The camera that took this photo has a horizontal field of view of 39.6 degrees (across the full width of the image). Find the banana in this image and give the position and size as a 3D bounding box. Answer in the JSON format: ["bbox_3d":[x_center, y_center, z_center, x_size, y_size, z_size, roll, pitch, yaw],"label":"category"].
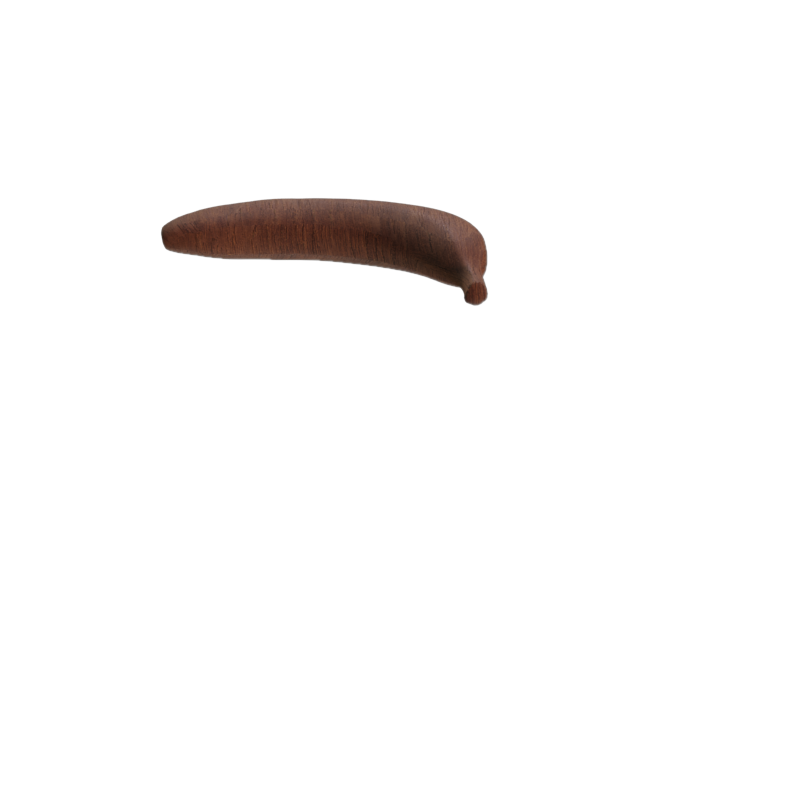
[{"bbox_3d":[-0.033,-0.087,0.591,0.206,0.035,0.069,11,20,30],"label":"banana"}]
